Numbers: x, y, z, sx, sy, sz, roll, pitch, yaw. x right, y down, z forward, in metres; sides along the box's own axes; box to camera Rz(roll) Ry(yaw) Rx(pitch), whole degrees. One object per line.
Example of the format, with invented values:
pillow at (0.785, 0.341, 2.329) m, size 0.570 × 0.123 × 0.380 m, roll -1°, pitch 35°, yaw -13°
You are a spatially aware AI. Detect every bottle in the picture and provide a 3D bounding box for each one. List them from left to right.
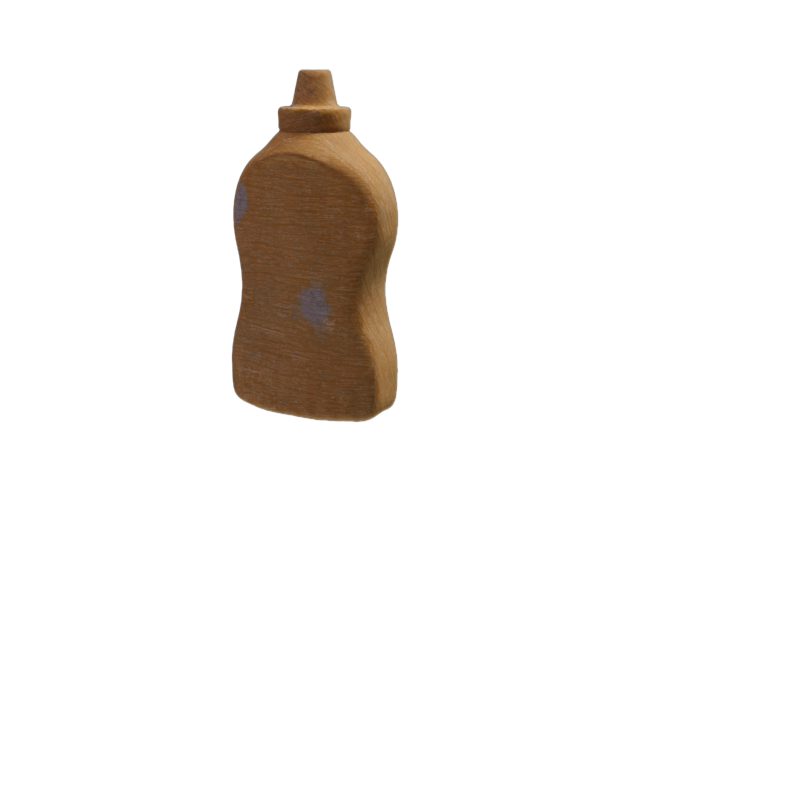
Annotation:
bottle at (-0.049, -0.089, 0.625) m, size 0.100 × 0.187 × 0.057 m, roll 7°, pitch 12°, yaw 30°
